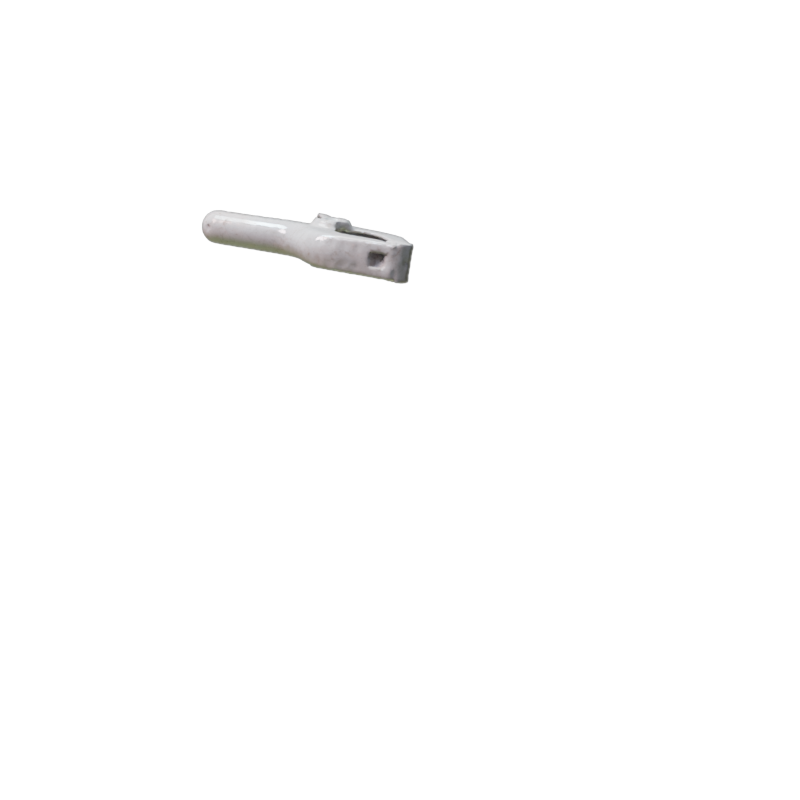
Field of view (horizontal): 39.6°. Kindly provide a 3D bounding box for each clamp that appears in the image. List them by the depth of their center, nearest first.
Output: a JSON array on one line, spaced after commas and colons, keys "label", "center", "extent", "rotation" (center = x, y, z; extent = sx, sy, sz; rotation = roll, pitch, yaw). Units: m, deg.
[{"label": "clamp", "center": [-0.062, -0.114, 0.796], "extent": [0.117, 0.038, 0.181], "rotation": [-9, 18, -31]}]
